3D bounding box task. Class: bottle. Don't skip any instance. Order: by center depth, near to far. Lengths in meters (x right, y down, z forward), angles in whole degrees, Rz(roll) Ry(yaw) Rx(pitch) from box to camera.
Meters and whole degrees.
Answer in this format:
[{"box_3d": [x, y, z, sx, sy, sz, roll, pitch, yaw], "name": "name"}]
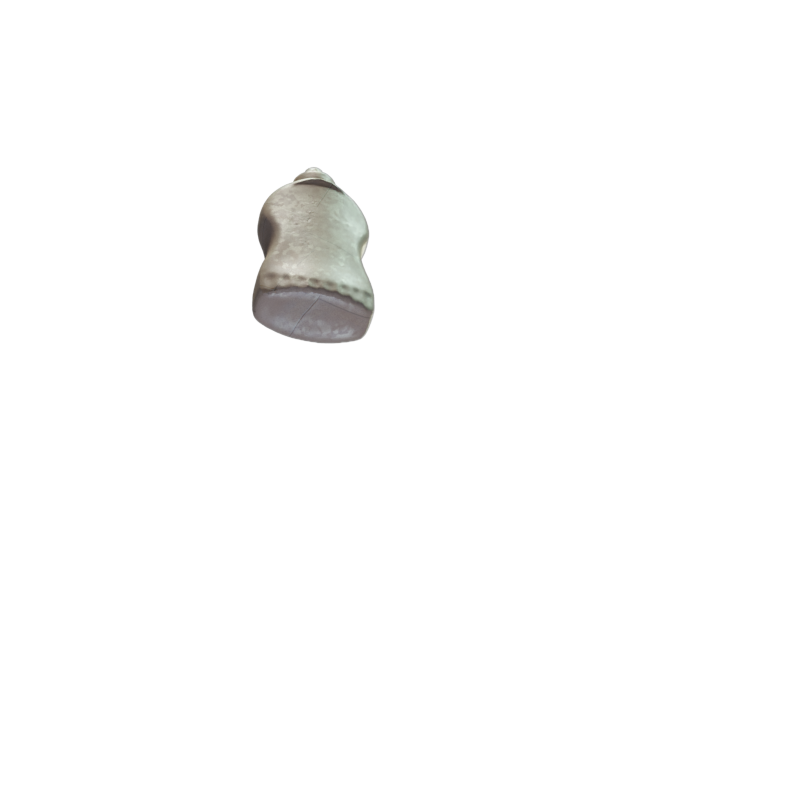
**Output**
[{"box_3d": [-0.074, -0.135, 0.944, 0.094, 0.055, 0.206, 8, 43, -11], "name": "bottle"}]
